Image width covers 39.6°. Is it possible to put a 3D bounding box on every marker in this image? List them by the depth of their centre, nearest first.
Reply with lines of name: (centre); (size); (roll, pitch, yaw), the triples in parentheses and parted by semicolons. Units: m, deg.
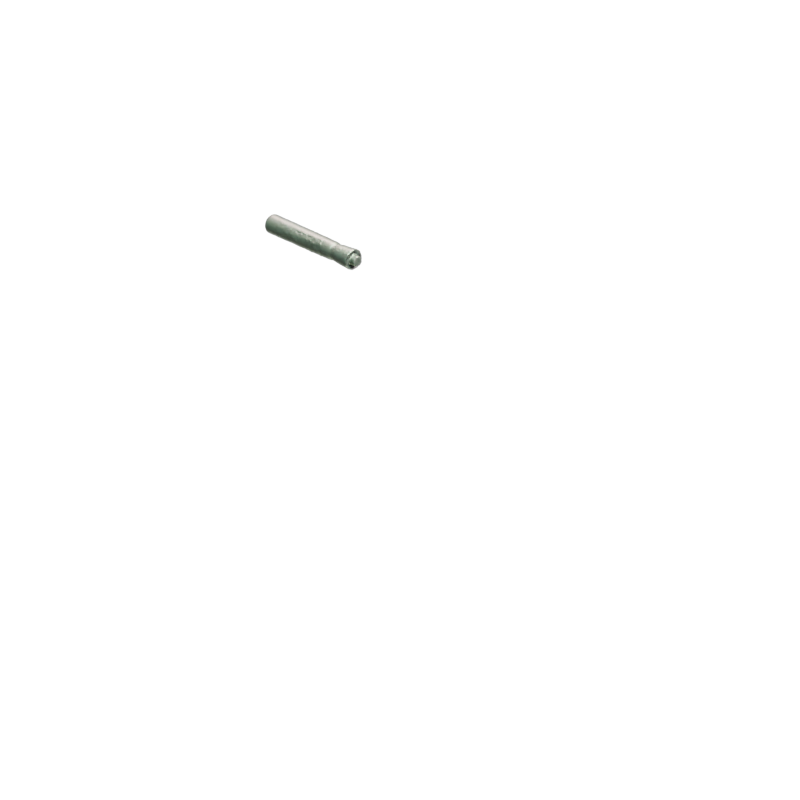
marker: (-0.078, -0.143, 0.999); (0.019, 0.019, 0.129); (-3, 23, -43)
